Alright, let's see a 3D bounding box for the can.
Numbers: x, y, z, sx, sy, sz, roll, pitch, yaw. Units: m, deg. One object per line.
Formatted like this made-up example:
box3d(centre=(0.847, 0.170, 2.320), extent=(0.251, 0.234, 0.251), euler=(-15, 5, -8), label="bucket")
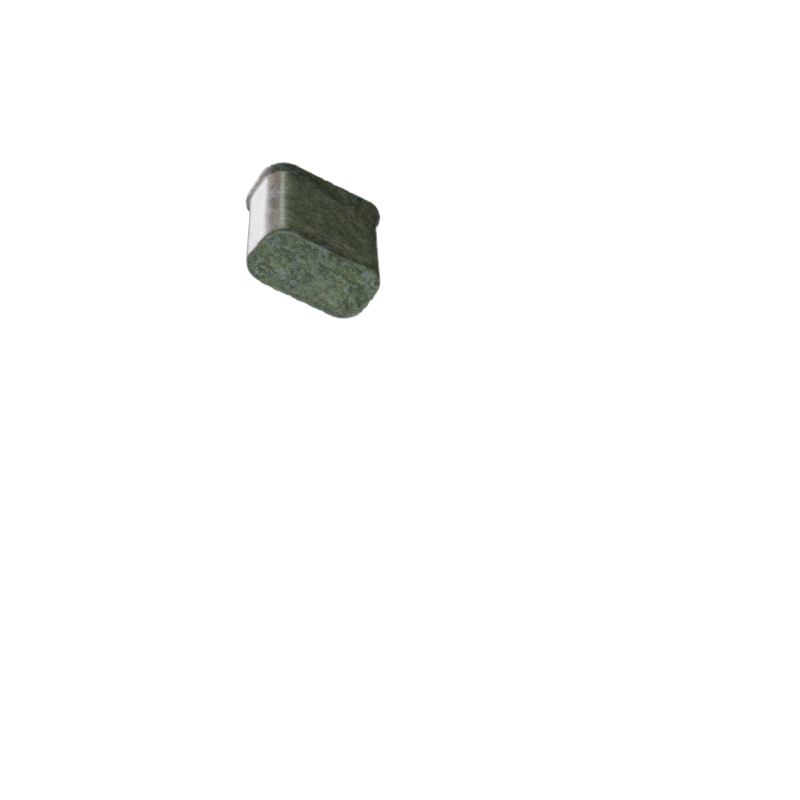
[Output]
box3d(centre=(-0.064, -0.117, 0.817), extent=(0.098, 0.056, 0.090), euler=(24, 36, -21), label="can")
